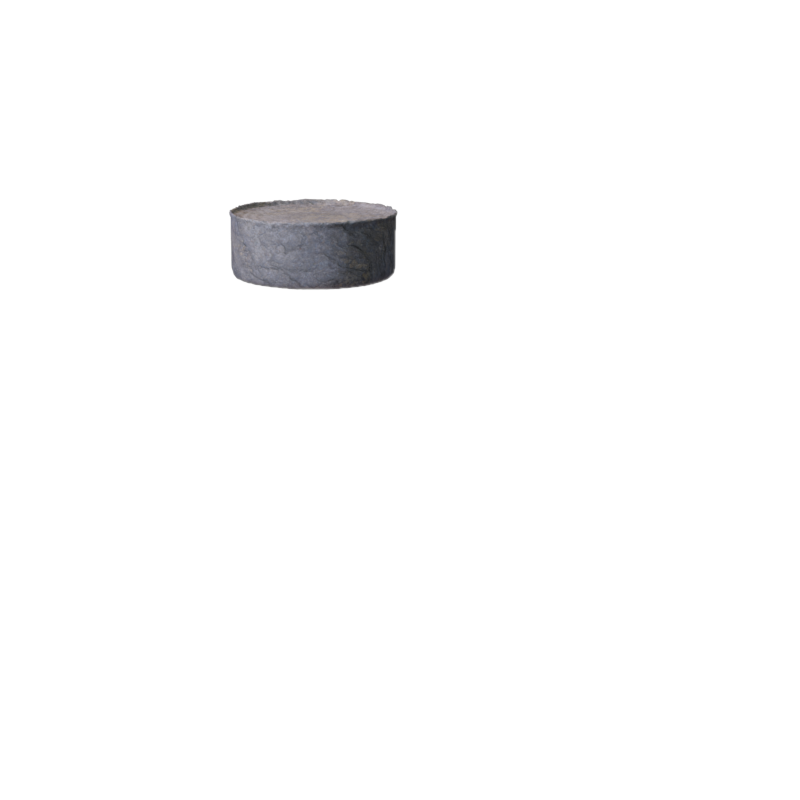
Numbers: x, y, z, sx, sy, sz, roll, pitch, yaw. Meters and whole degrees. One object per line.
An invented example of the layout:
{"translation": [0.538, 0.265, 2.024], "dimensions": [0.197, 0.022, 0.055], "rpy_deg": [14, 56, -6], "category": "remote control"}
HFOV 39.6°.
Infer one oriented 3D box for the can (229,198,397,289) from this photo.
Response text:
{"translation": [-0.044, -0.081, 0.568], "dimensions": [0.086, 0.033, 0.089], "rpy_deg": [-1, 16, -2], "category": "can"}
